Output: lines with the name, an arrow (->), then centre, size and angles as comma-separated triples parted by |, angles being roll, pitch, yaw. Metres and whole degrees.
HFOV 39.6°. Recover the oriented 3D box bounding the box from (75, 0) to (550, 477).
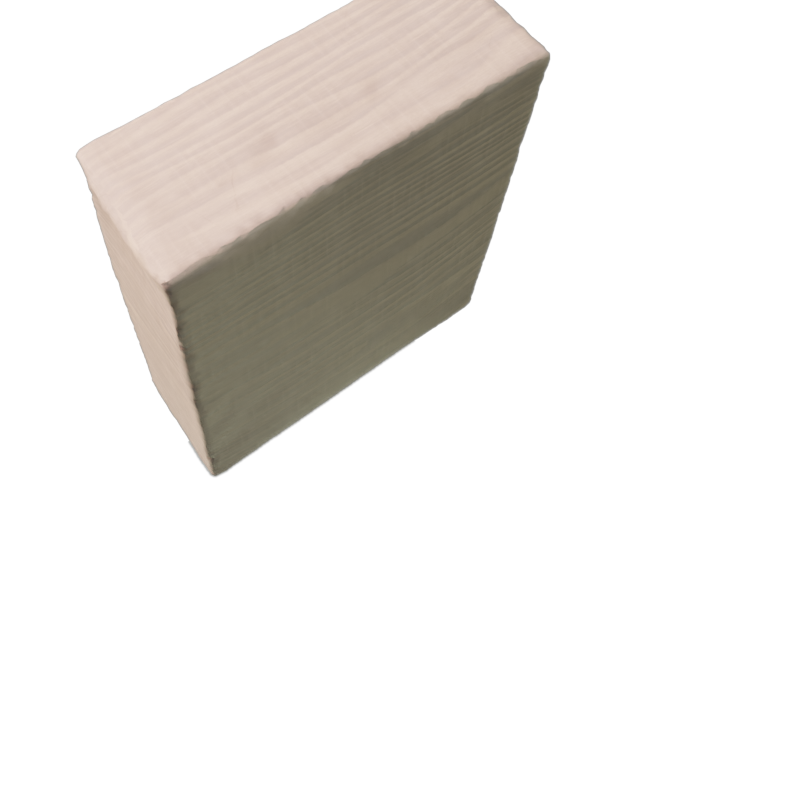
box -> -0.037, -0.068, 0.476 | 0.165, 0.075, 0.203 | -34, -16, -16
